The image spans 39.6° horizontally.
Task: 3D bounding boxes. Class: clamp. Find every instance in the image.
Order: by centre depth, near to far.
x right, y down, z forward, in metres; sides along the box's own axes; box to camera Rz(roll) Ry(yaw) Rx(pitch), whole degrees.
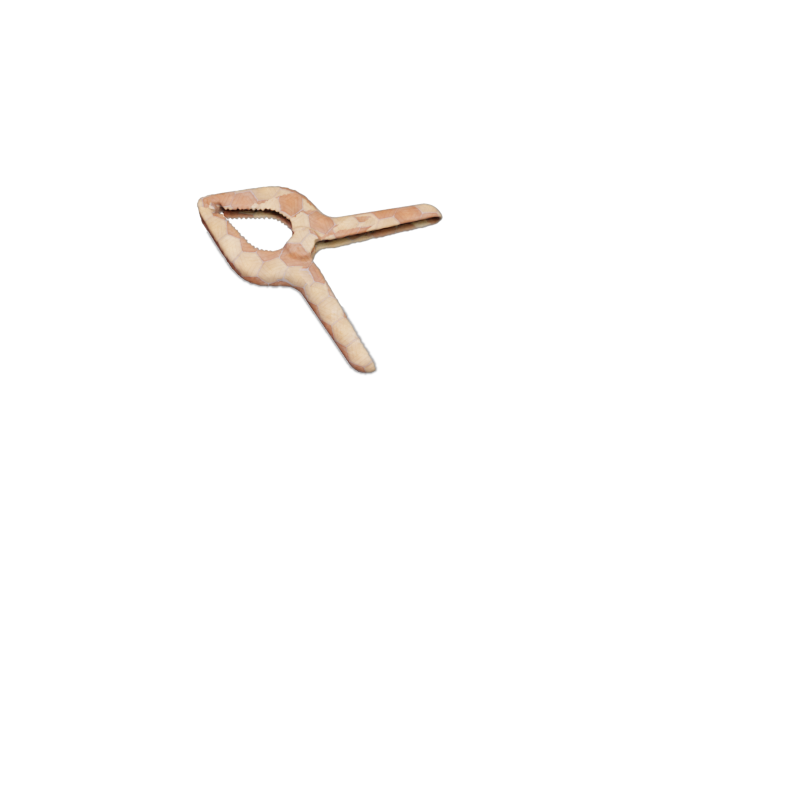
[{"bbox_3d":[-0.076,-0.139,0.973,0.216,0.169,0.035,28,-20,11],"label":"clamp"}]
